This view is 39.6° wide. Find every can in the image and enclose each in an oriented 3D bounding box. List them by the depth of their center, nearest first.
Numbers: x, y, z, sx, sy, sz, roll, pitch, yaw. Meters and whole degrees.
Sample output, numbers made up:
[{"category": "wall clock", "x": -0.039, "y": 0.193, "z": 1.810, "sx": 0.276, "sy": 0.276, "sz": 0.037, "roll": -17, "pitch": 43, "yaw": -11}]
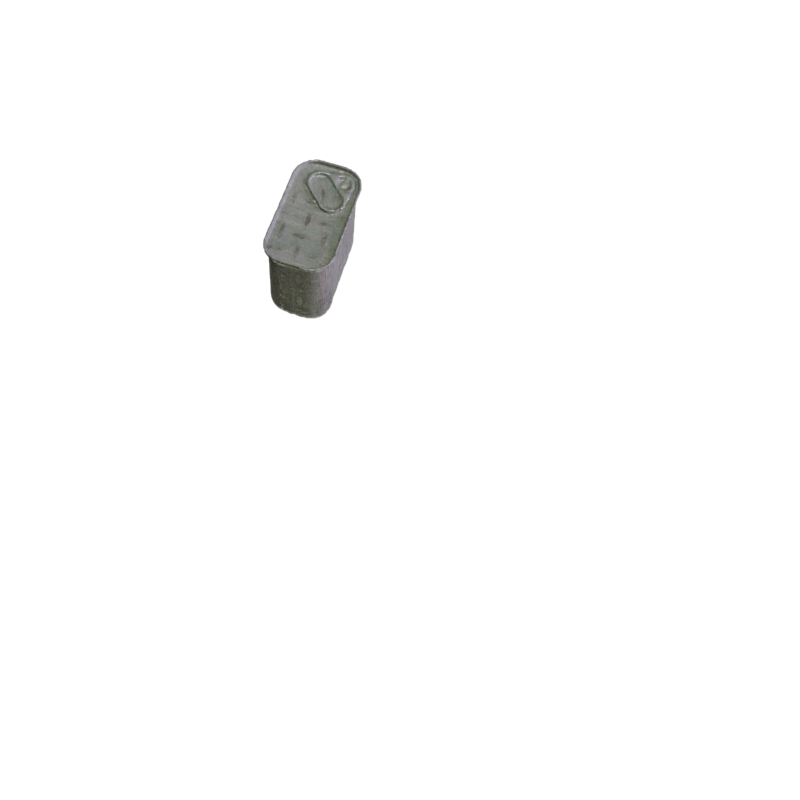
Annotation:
[{"category": "can", "x": -0.070, "y": -0.128, "z": 0.896, "sx": 0.058, "sy": 0.107, "sz": 0.079, "roll": 16, "pitch": -28, "yaw": 5}]
